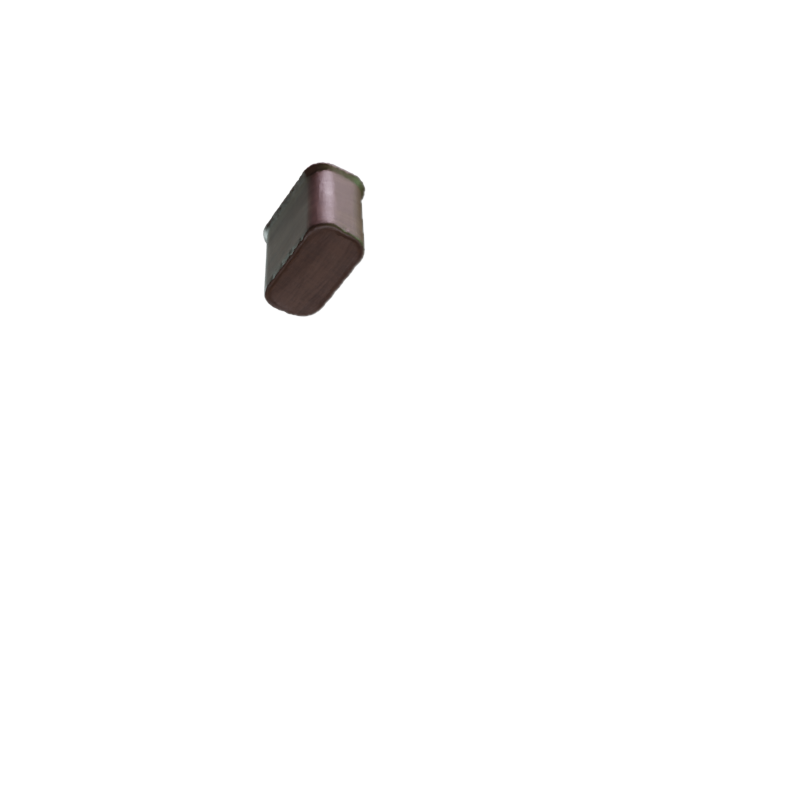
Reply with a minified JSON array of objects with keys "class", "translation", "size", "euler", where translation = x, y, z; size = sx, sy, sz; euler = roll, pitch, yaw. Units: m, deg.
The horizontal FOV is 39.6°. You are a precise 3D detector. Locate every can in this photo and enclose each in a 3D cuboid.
[{"class":"can","translation":[-0.071,-0.130,0.911],"size":[0.055,0.090,0.099],"euler":[25,-54,-23]}]
